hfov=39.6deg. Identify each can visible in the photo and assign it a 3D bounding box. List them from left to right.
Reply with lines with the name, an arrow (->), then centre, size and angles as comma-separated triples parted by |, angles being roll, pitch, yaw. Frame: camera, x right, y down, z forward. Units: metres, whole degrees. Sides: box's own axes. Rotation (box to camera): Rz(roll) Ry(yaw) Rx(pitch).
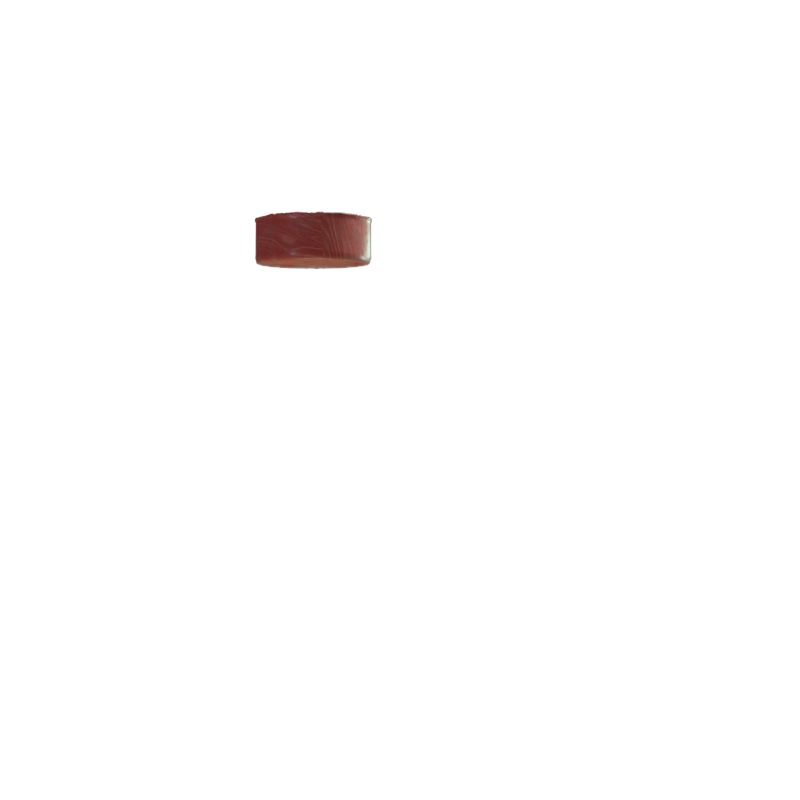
can -> -0.063, -0.115, 0.808 | 0.086, 0.034, 0.086 | 0, 1, -2
